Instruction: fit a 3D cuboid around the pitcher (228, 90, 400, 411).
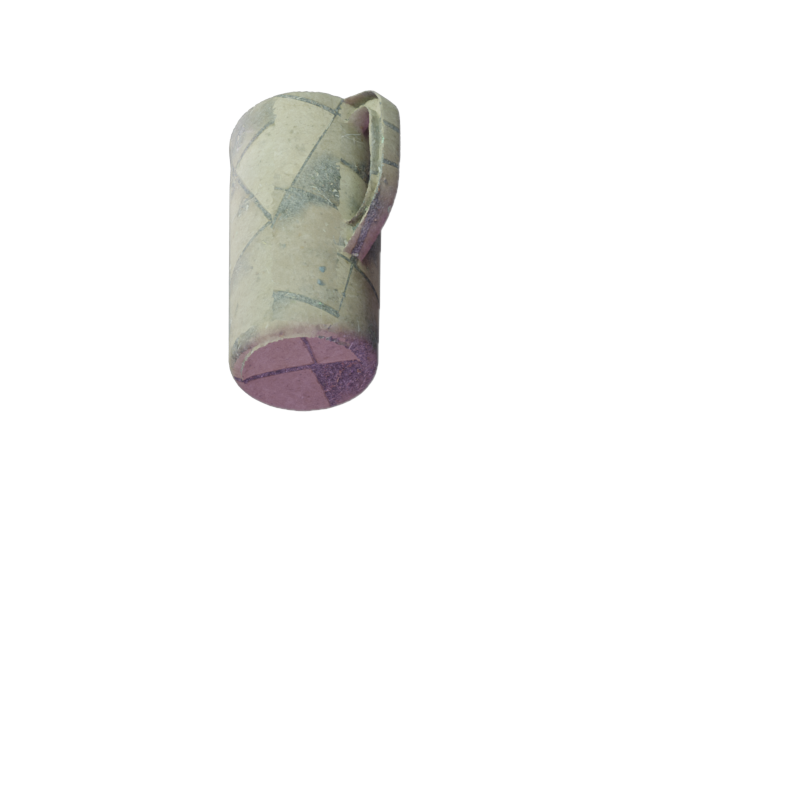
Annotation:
[{"bbox_3d":[-0.067,-0.123,0.862,0.145,0.261,0.138,-4,-39,1],"label":"pitcher"}]
